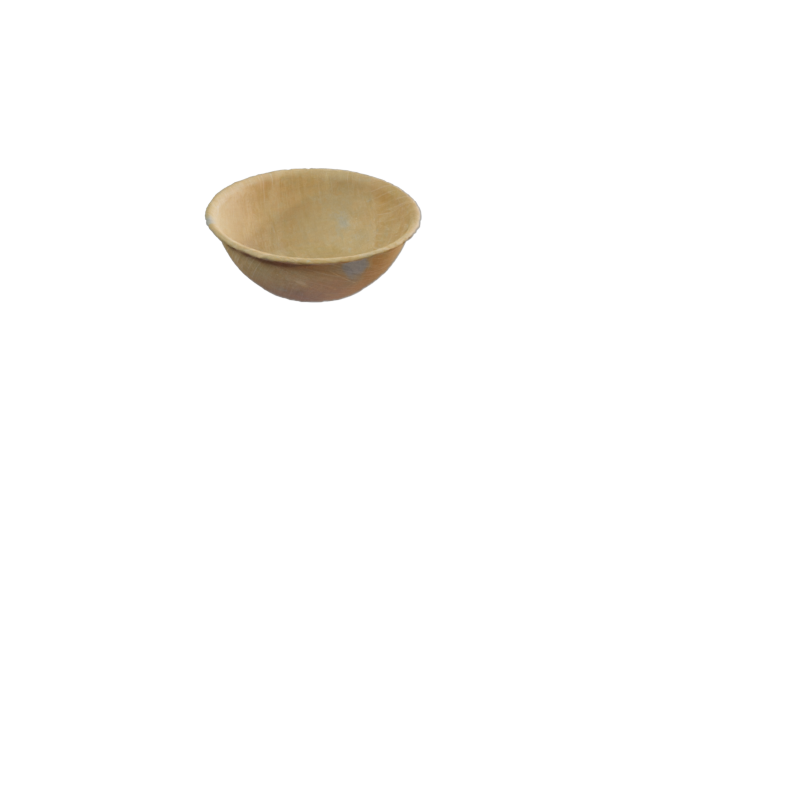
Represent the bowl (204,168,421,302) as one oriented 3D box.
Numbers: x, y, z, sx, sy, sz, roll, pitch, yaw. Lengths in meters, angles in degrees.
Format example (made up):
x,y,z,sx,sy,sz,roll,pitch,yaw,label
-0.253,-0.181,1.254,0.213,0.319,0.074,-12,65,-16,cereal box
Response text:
x,y,z,sx,sy,sz,roll,pitch,yaw,label
-0.066,-0.120,0.841,0.162,0.052,0.173,-1,33,-2,bowl
